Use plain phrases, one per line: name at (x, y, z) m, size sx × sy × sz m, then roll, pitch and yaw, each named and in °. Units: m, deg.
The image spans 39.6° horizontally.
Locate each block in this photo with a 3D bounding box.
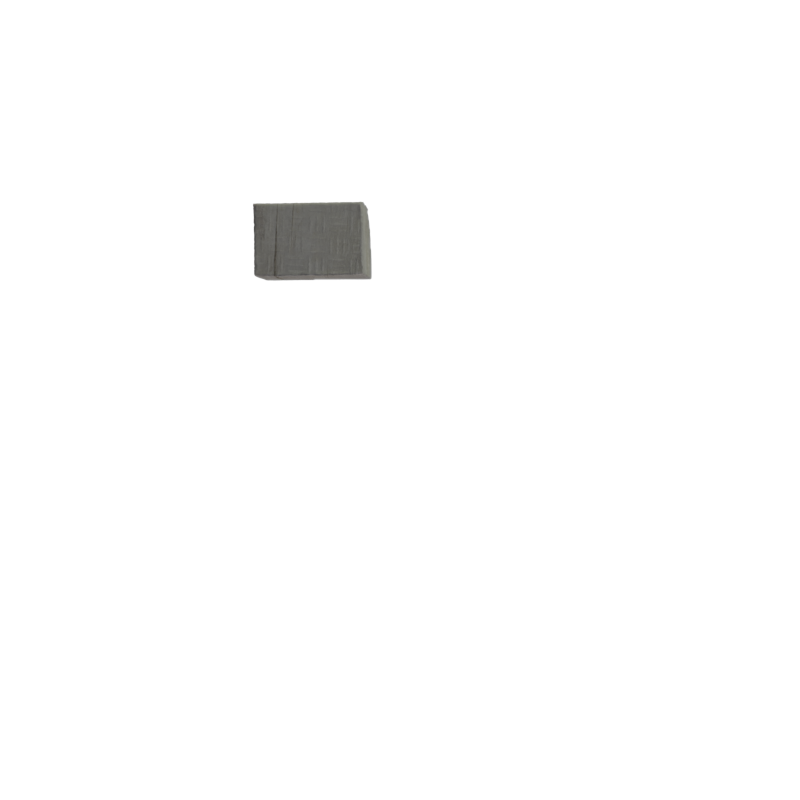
block at (-0.061, -0.111, 0.774) m, size 0.079 × 0.052 × 0.052 m, roll 0°, pitch -1°, yaw 6°
